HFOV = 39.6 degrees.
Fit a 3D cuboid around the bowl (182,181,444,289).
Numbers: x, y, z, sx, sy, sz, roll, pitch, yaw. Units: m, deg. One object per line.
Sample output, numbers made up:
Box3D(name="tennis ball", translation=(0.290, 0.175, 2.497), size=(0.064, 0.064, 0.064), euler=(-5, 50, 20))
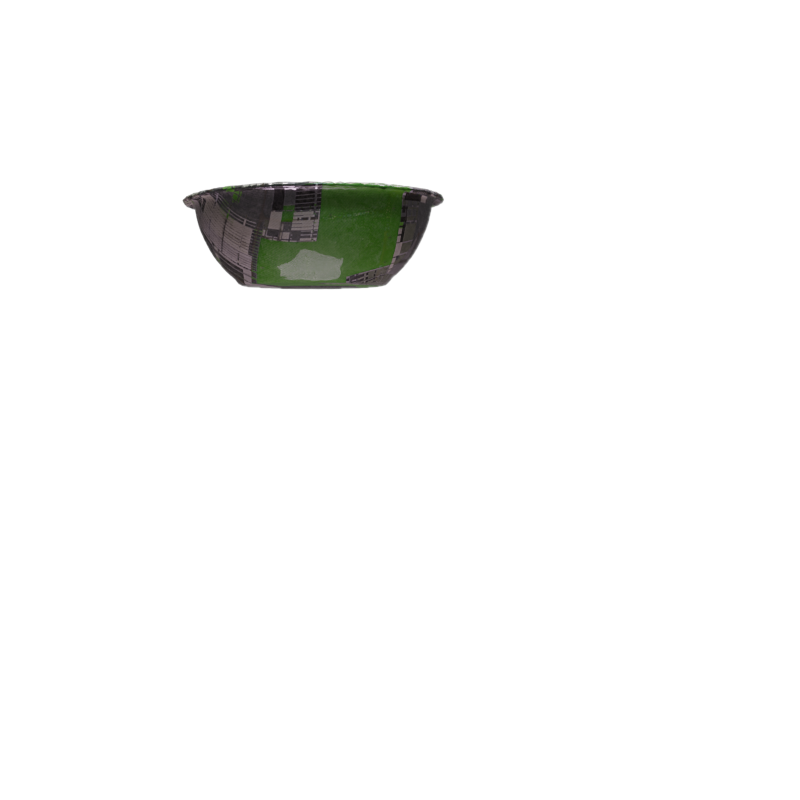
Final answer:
Box3D(name="bowl", translation=(-0.054, -0.098, 0.687), size=(0.162, 0.055, 0.162), euler=(0, 2, -2))
